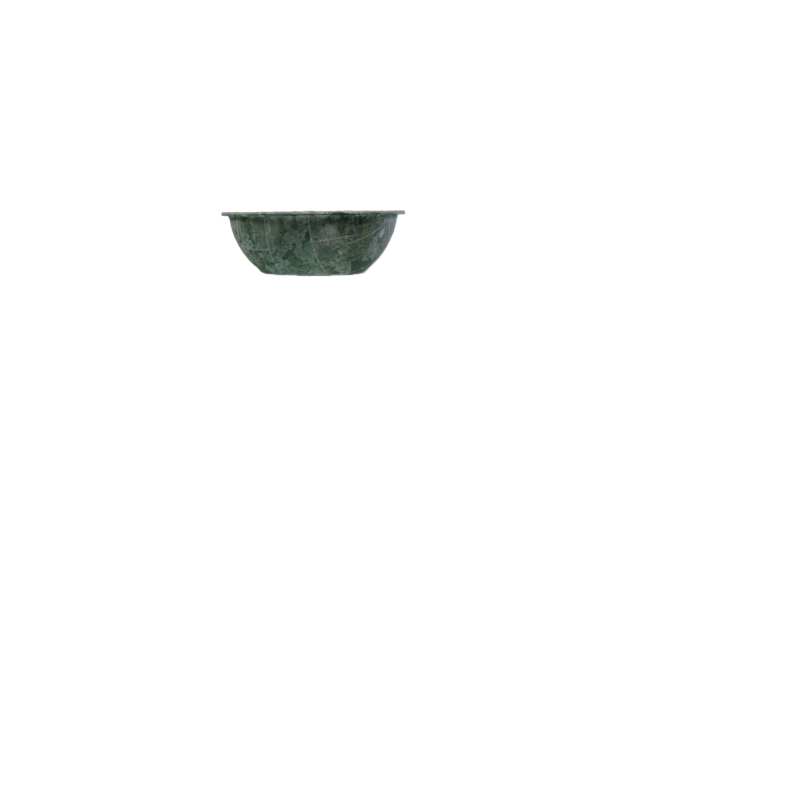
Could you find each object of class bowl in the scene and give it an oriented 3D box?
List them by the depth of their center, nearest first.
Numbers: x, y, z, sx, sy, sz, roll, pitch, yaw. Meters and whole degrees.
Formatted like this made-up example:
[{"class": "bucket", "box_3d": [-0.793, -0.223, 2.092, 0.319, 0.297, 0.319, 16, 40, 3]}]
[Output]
[{"class": "bowl", "box_3d": [-0.076, -0.138, 0.970, 0.162, 0.054, 0.165, 0, 9, -2]}]
